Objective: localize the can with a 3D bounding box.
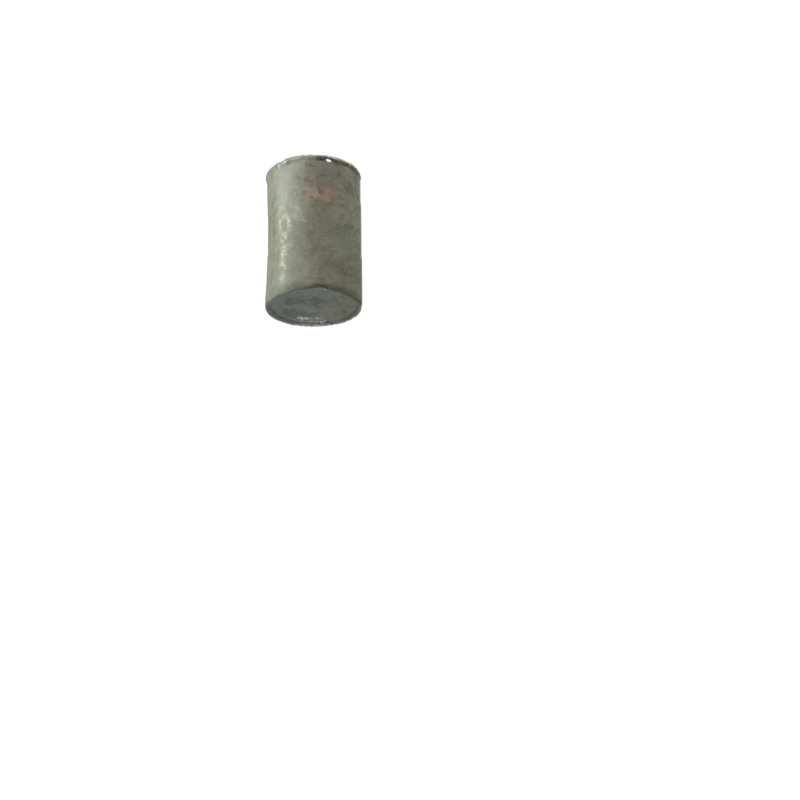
[{"bbox_3d":[-0.060,-0.110,0.769,0.068,0.108,0.065,0,-23,-2],"label":"can"}]
